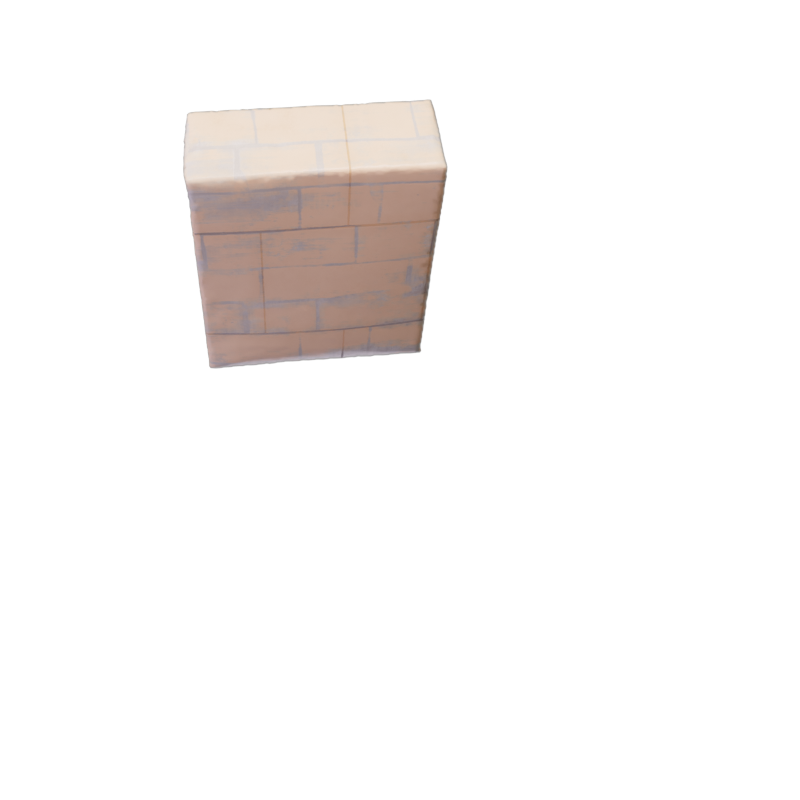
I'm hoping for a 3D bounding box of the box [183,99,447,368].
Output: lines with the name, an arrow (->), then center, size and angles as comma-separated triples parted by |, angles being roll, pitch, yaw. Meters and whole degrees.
box -> -0.061, -0.111, 0.779 | 0.163, 0.077, 0.200 | -3, -34, -5
